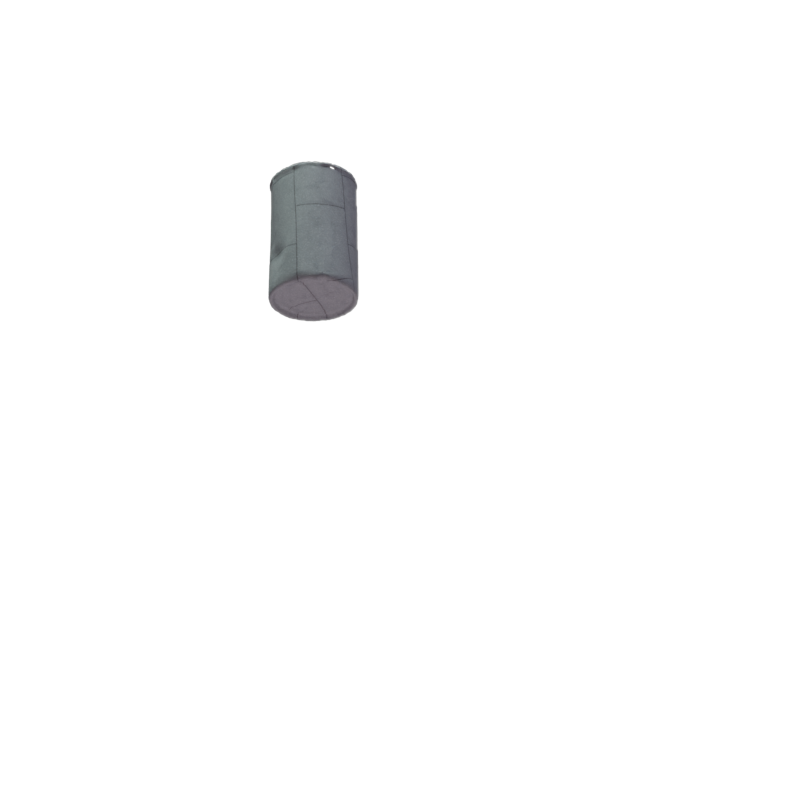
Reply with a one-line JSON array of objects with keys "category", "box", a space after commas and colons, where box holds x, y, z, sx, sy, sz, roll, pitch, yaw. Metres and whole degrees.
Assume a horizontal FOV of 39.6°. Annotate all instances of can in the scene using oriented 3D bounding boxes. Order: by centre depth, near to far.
[{"category": "can", "box": [-0.065, -0.119, 0.834, 0.068, 0.109, 0.064, 0, -29, -2]}]
